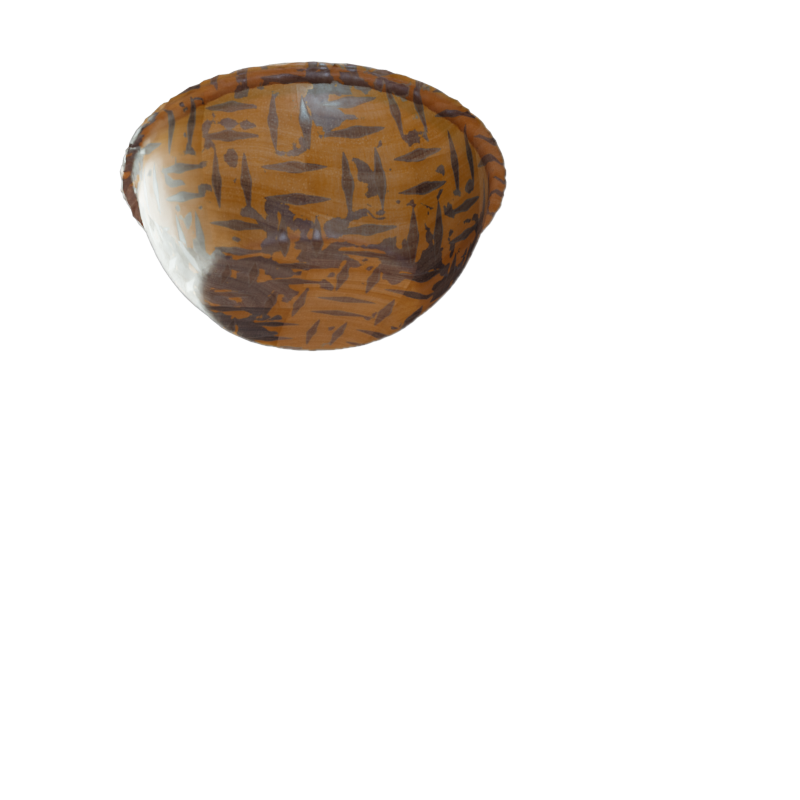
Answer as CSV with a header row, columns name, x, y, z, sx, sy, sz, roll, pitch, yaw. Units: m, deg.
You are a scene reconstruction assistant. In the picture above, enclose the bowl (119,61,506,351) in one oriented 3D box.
name,x,y,z,sx,sy,sz,roll,pitch,yaw
bowl,-0.036,-0.065,0.454,0.162,0.059,0.152,1,-28,-2
